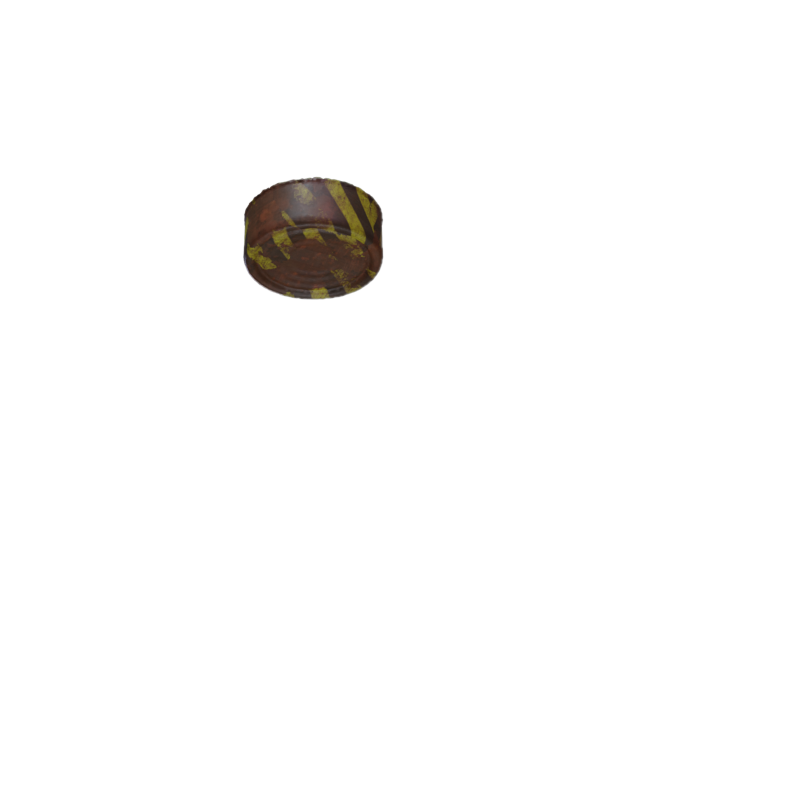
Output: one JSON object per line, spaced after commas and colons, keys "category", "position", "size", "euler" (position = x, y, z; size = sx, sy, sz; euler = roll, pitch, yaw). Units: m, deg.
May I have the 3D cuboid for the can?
{"category": "can", "position": [-0.053, -0.096, 0.675], "size": [0.086, 0.036, 0.081], "euler": [1, -30, -2]}
